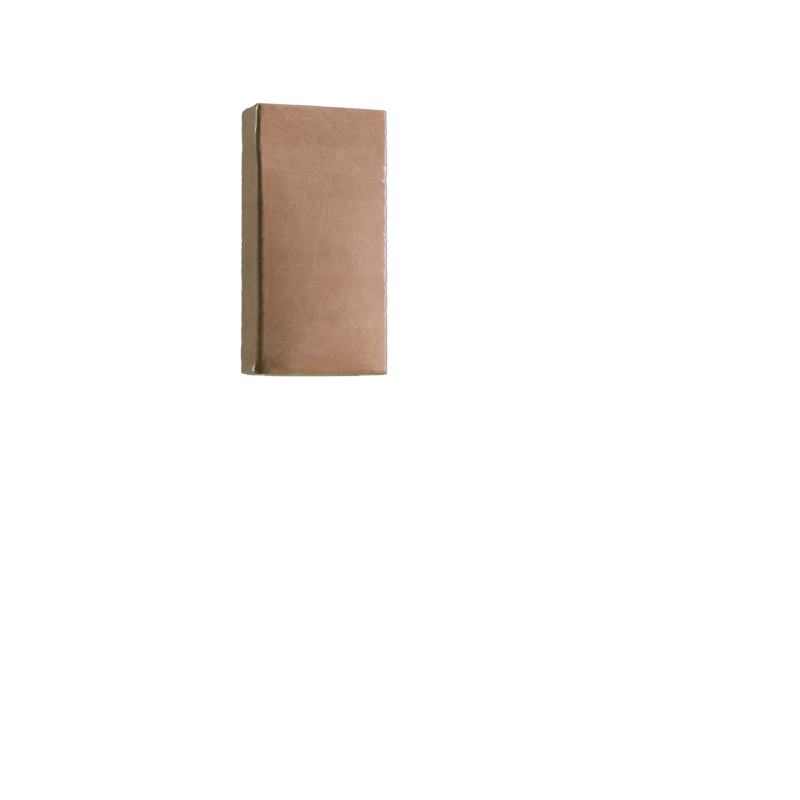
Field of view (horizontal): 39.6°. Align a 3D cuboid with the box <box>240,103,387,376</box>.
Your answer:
[{"bbox_3d":[-0.057,-0.105,0.734,0.091,0.178,0.049,1,-4,-21],"label":"box"}]
